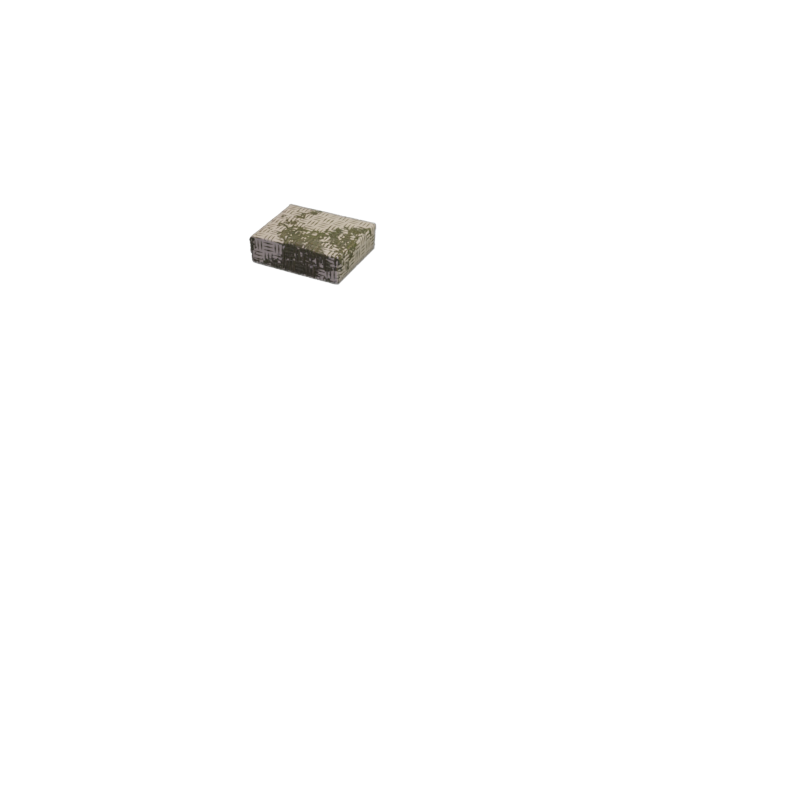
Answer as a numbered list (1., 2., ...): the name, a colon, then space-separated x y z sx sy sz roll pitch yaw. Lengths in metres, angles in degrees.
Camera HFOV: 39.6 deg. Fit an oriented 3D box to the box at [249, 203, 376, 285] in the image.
1. box: -0.077 -0.139 0.975 0.093 0.028 0.075 16 37 22
